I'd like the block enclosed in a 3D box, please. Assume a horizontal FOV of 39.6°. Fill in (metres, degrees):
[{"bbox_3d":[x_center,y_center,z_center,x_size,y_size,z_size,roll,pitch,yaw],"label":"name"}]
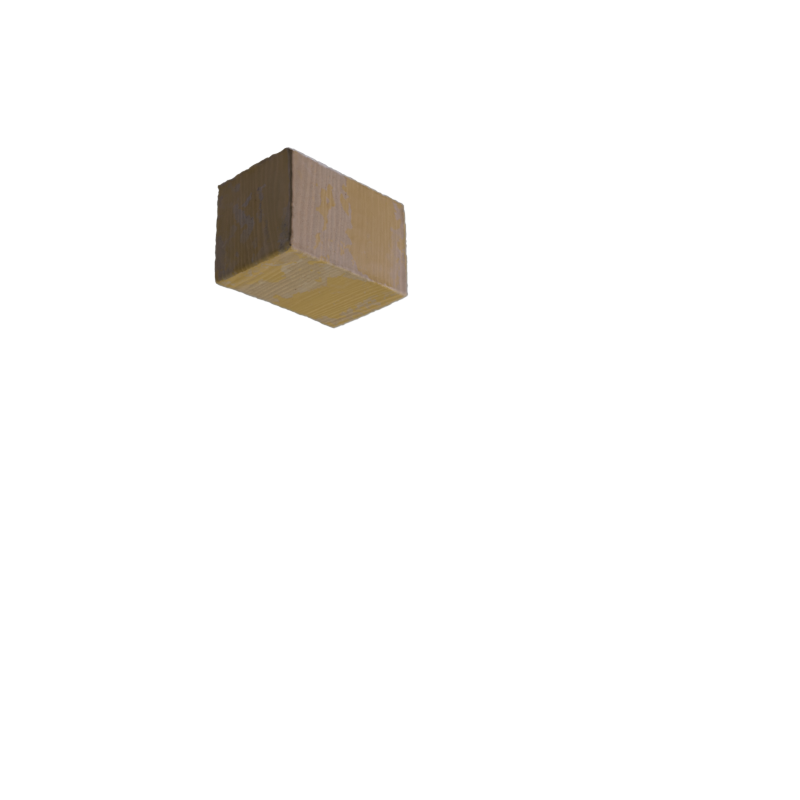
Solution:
[{"bbox_3d":[-0.041,-0.074,0.518,0.053,0.054,0.073,-22,-31,39],"label":"block"}]
